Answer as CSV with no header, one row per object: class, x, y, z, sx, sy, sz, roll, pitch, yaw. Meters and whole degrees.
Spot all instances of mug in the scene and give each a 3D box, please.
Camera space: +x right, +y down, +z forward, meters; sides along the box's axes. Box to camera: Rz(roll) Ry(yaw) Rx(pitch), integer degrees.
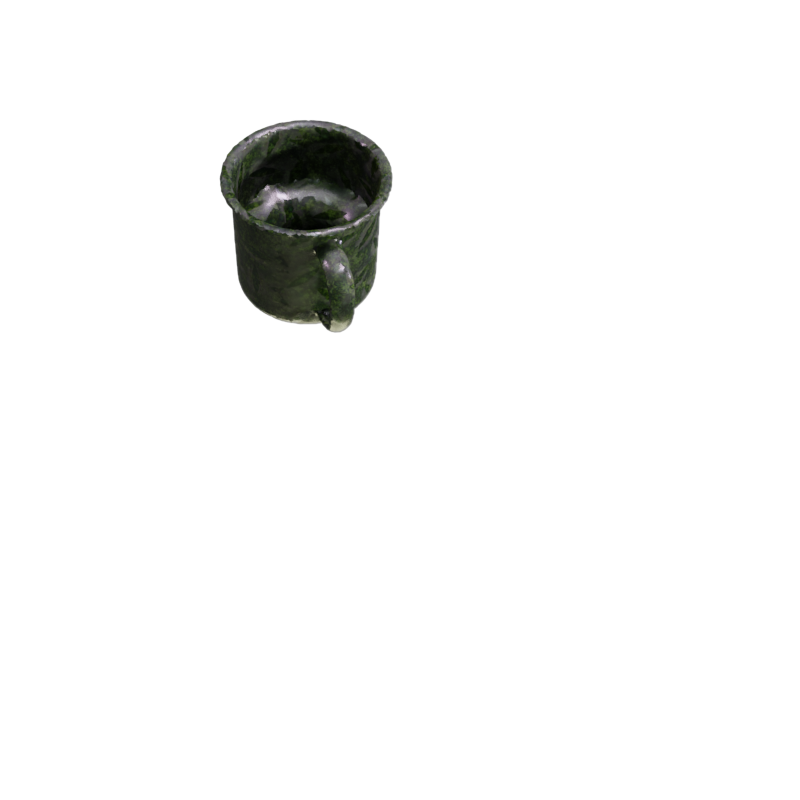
mug,-0.048,-0.088,0.616,0.092,0.127,0.076,-15,-38,-14
